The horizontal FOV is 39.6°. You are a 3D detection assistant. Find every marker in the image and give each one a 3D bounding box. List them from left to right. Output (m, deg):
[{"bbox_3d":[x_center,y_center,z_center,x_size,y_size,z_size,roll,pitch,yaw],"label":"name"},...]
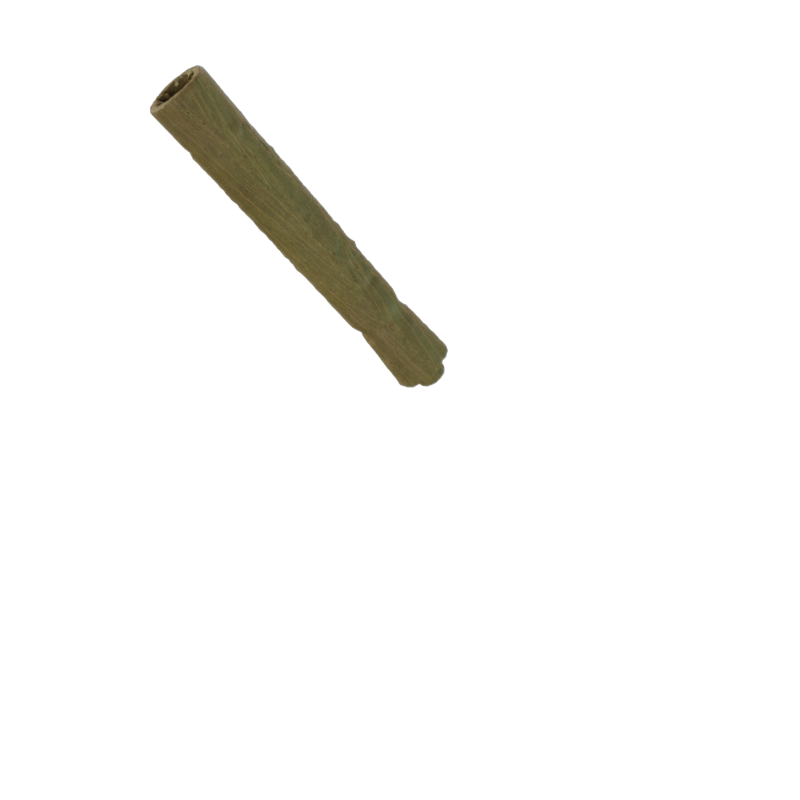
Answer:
[{"bbox_3d":[-0.025,-0.046,0.321,0.114,0.020,0.020,47,-22,-24],"label":"marker"}]
